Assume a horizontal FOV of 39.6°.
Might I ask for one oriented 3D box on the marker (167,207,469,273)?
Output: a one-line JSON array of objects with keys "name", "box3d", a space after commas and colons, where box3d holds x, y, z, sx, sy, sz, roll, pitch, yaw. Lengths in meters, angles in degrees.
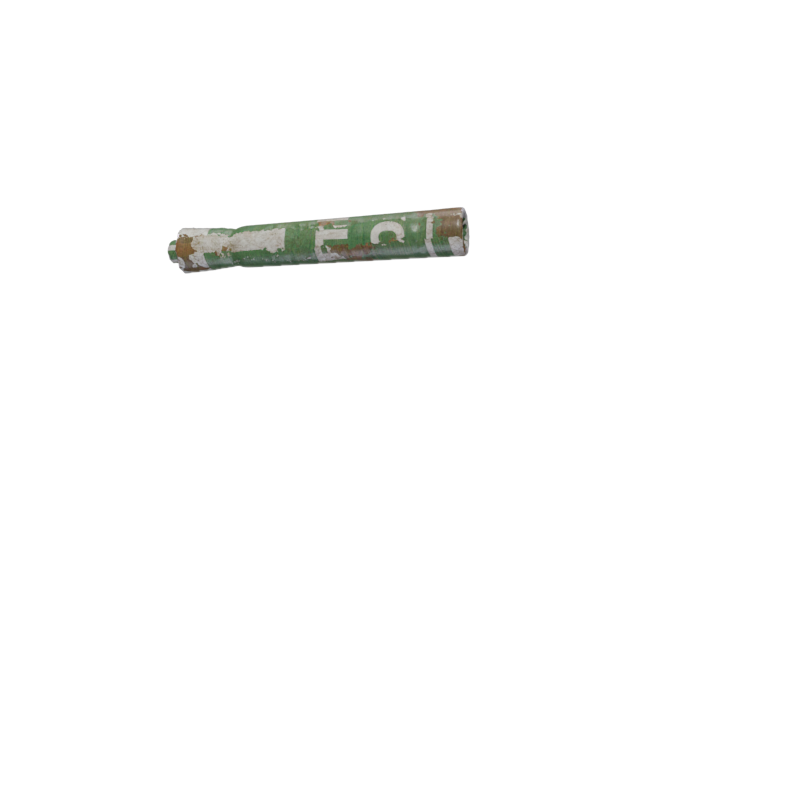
[{"name": "marker", "box3d": [-0.034, -0.062, 0.437, 0.123, 0.020, 0.019, -2, 4, 16]}]
